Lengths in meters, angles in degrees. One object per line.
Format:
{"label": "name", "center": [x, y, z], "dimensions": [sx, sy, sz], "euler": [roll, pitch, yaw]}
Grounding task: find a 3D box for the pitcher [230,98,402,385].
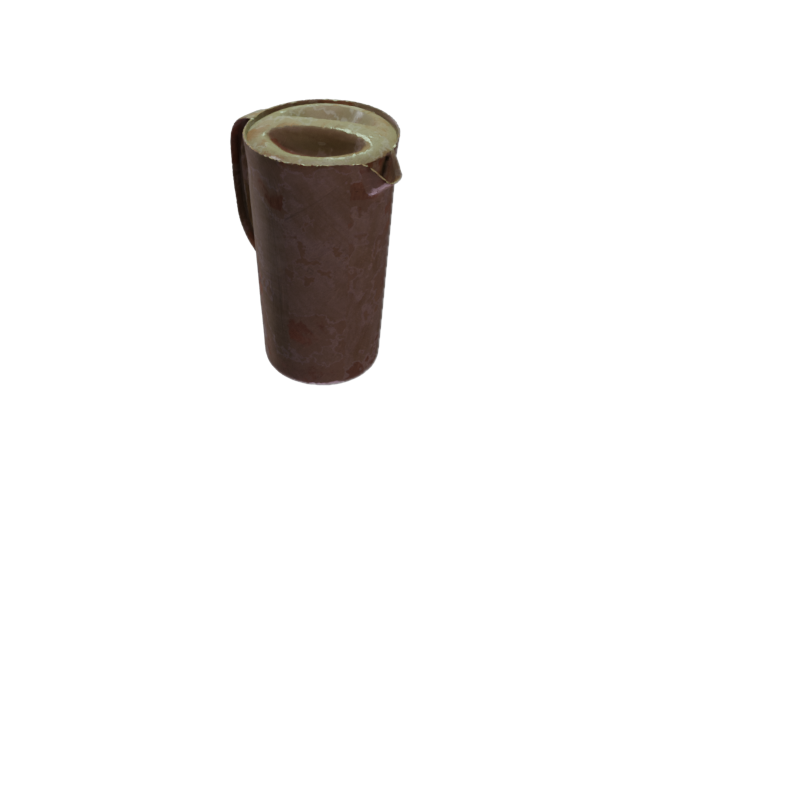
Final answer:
{"label": "pitcher", "center": [-0.078, -0.142, 0.998], "dimensions": [0.144, 0.228, 0.160], "euler": [-1, 34, -5]}
